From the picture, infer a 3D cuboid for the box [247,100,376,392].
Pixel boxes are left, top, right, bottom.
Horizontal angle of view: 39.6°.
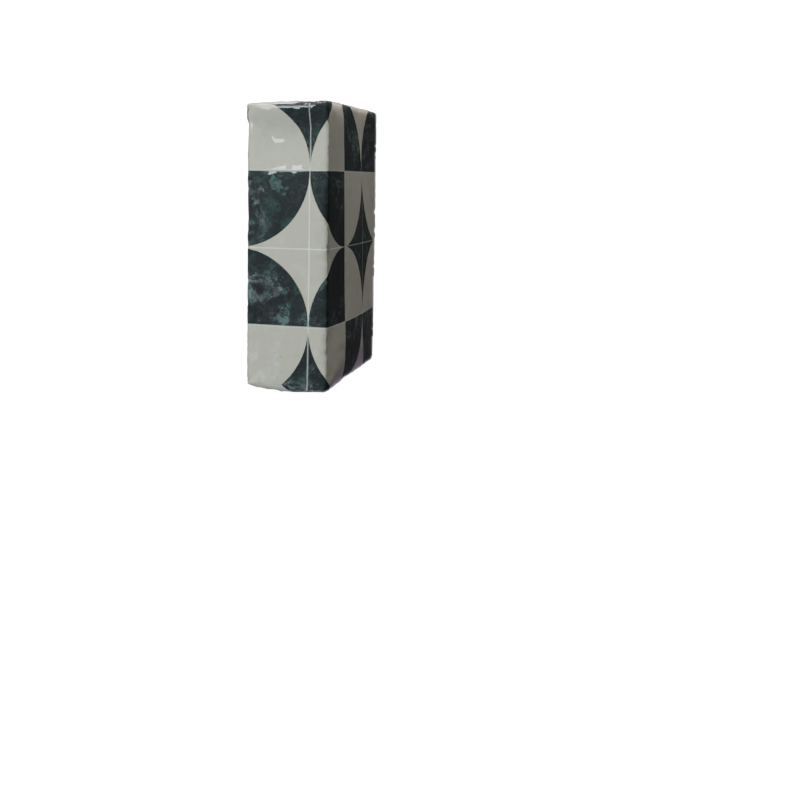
[{"bbox_3d":[-0.069,-0.126,0.882,0.073,0.212,0.163,1,6,12],"label":"box"}]
